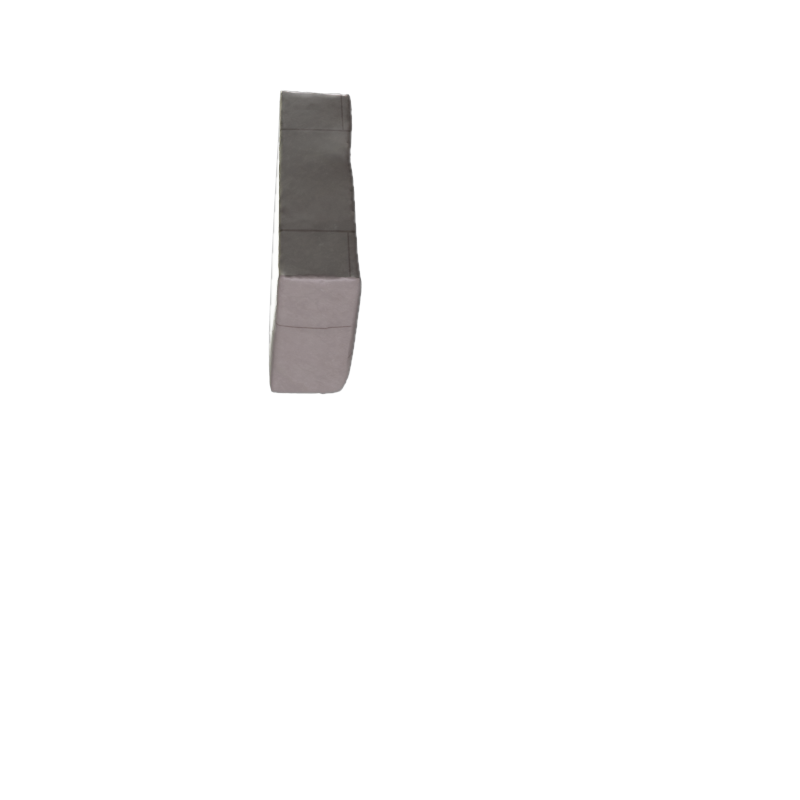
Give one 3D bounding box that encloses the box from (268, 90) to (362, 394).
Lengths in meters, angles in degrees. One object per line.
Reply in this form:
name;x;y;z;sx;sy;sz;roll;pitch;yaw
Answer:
box;-0.076;-0.138;0.965;0.071;0.229;0.154;2;-37;-7
